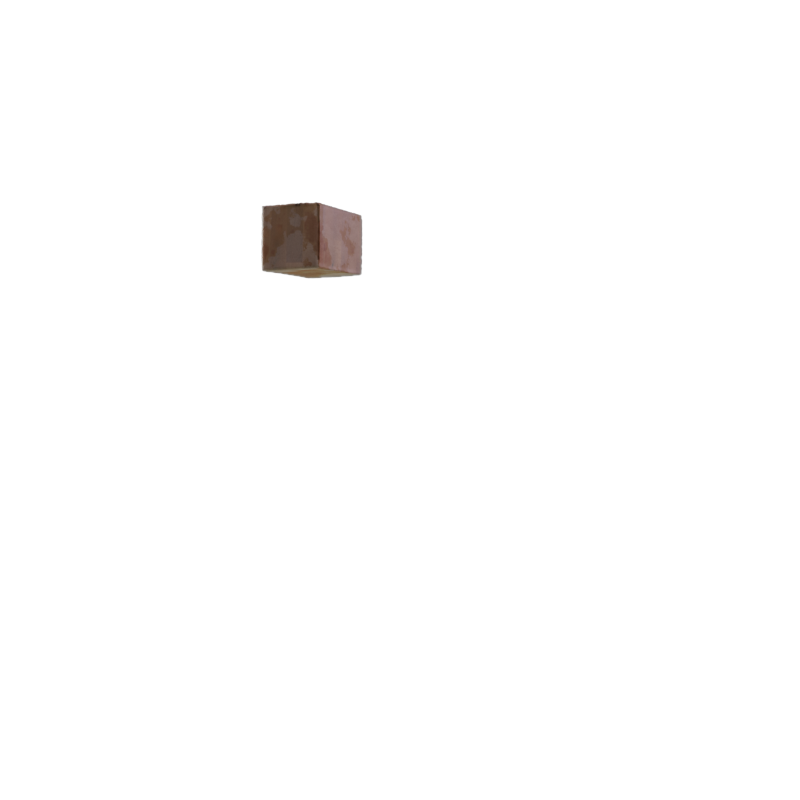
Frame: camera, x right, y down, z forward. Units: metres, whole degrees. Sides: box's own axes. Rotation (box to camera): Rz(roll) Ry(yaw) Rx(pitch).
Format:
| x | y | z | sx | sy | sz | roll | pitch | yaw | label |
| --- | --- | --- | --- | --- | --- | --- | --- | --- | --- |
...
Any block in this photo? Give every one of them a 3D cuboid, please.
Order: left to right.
| x | y | z | sx | sy | sz | roll | pitch | yaw | label |
| --- | --- | --- | --- | --- | --- | --- | --- | --- | --- |
| -0.069 | -0.126 | 0.880 | 0.054 | 0.052 | 0.075 | -1 | -2 | 24 | block |
